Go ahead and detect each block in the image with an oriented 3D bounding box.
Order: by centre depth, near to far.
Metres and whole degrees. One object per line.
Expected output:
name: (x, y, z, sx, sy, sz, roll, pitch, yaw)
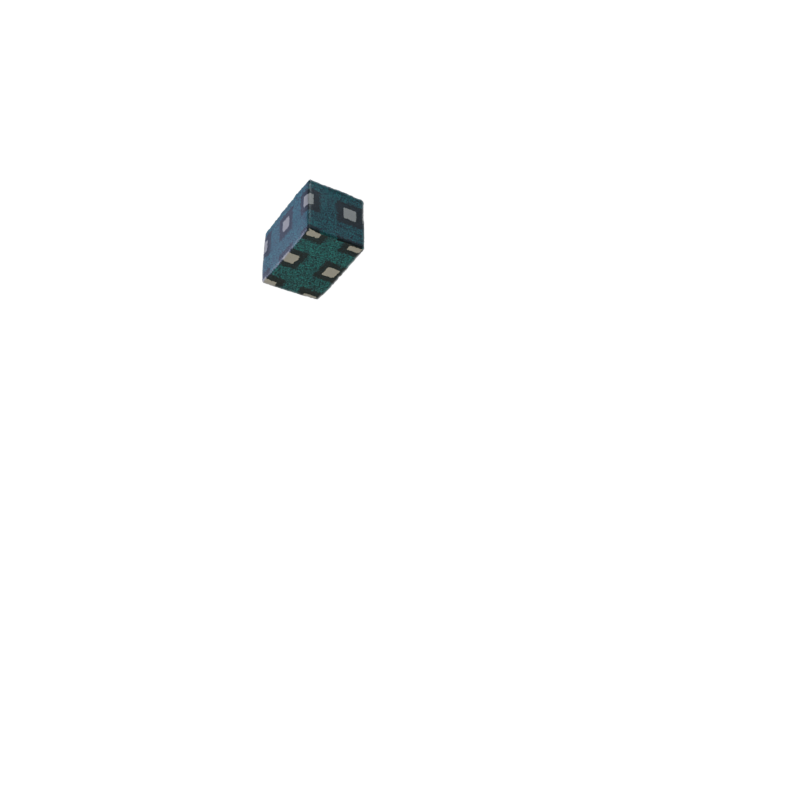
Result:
block: (-0.069, -0.127, 0.886, 0.050, 0.055, 0.076, 20, -41, -26)
